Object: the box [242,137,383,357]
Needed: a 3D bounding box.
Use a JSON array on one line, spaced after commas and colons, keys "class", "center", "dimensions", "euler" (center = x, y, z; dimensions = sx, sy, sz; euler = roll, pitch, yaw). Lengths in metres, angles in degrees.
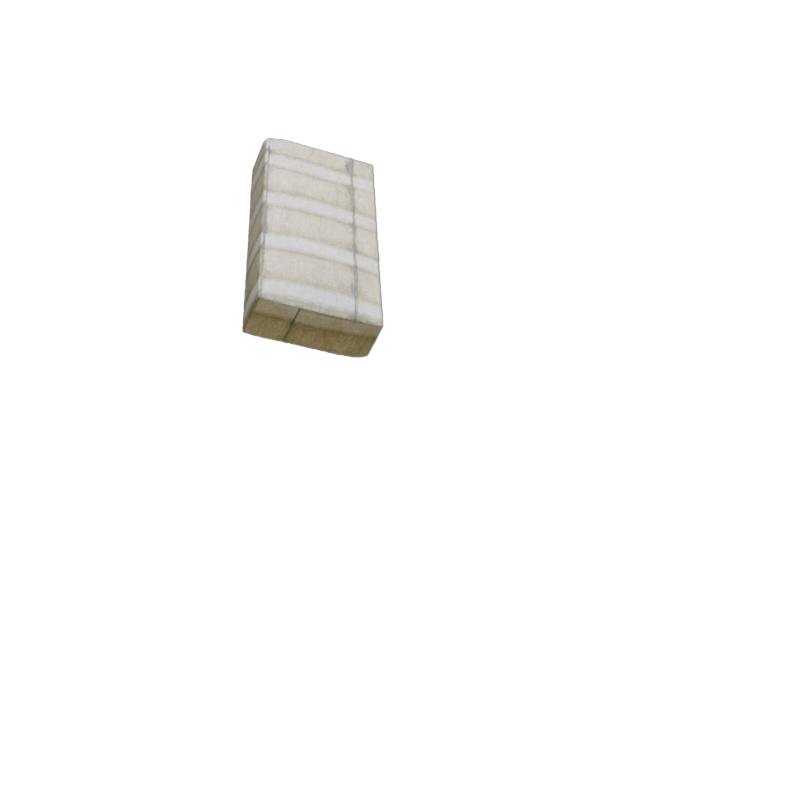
[{"class": "box", "center": [-0.064, -0.117, 0.819], "dimensions": [0.091, 0.189, 0.046], "euler": [12, -43, -17]}]
